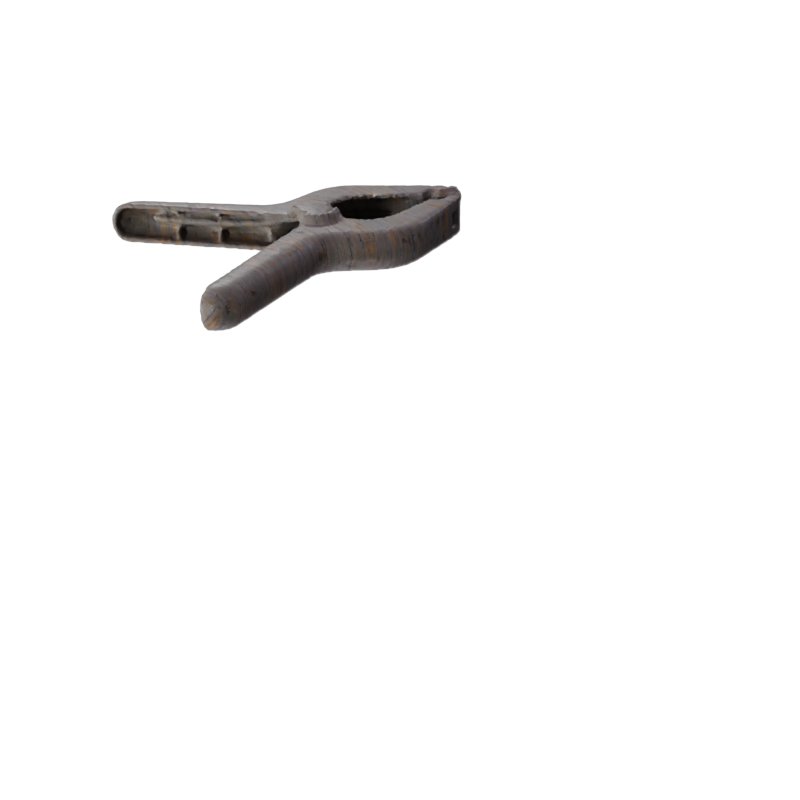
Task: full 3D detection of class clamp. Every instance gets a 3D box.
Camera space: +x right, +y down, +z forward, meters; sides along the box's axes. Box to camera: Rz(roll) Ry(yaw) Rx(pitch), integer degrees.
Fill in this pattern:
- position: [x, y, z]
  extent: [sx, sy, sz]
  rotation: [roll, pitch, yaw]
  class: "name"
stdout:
- position: [-0.051, -0.093, 0.650]
  extent: [0.206, 0.034, 0.177]
  rotation: [-10, 30, -19]
  class: "clamp"
